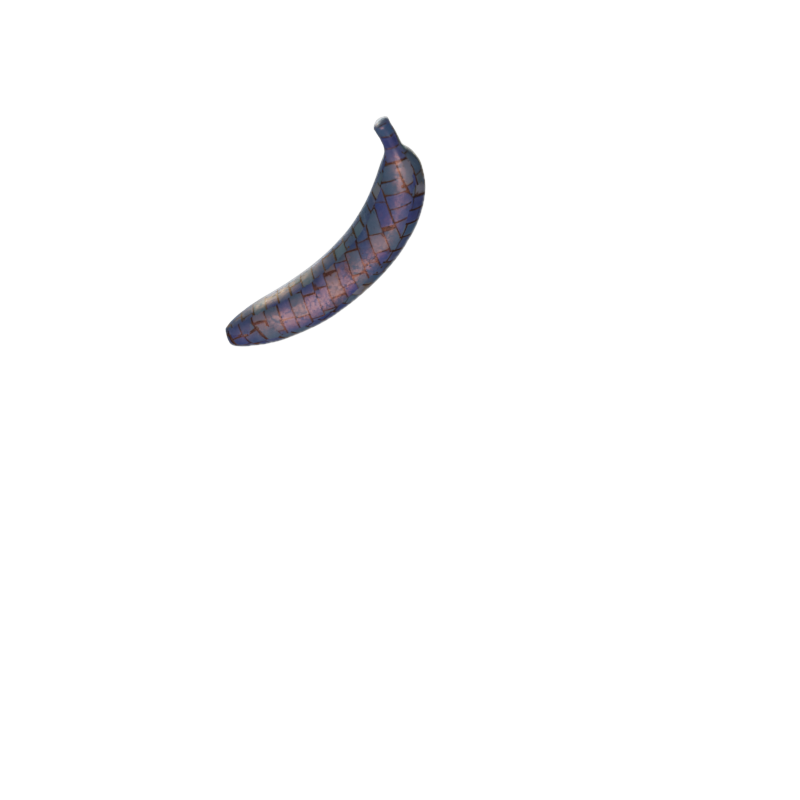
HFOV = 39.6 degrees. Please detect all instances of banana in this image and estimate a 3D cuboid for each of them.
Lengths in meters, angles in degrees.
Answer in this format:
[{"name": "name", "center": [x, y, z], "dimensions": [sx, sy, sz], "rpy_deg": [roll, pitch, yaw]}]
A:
[{"name": "banana", "center": [-0.040, -0.100, 0.738], "dimensions": [0.067, 0.193, 0.039], "rpy_deg": [30, 26, -18]}]
